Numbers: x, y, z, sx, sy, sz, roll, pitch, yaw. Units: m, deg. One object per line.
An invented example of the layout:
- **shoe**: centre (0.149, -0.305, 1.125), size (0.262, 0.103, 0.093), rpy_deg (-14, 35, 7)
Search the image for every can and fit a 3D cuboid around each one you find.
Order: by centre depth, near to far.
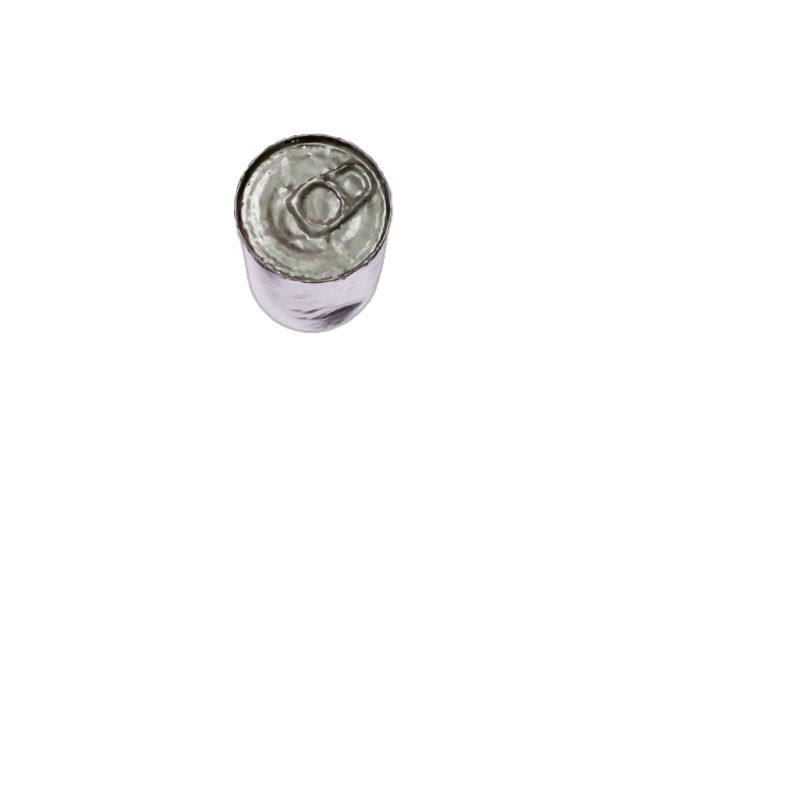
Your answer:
- **can**: centre (-0.041, -0.074, 0.521), size (0.068, 0.071, 0.099), rpy_deg (0, -12, -3)
